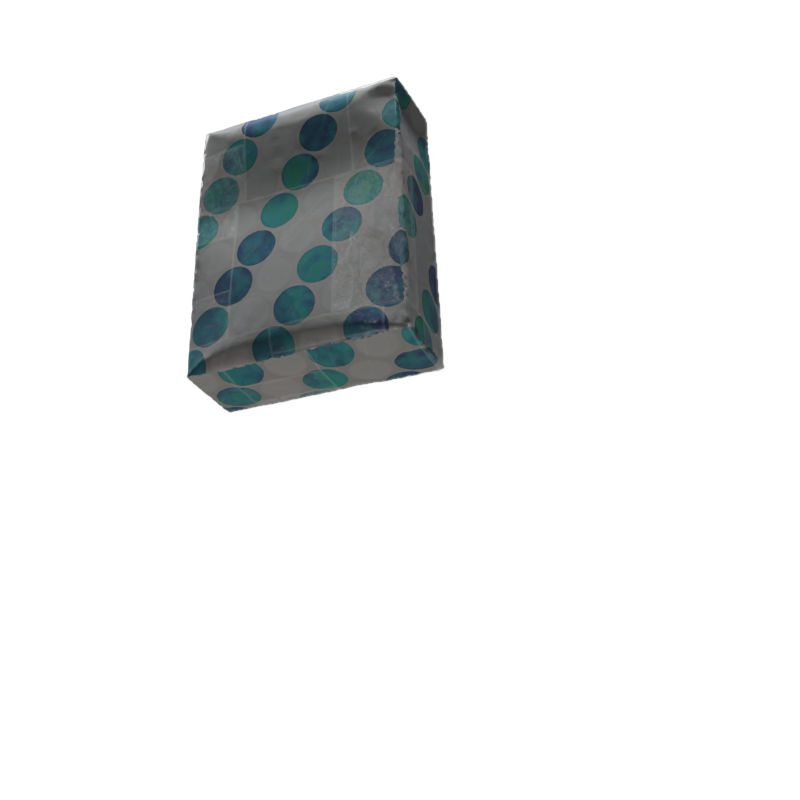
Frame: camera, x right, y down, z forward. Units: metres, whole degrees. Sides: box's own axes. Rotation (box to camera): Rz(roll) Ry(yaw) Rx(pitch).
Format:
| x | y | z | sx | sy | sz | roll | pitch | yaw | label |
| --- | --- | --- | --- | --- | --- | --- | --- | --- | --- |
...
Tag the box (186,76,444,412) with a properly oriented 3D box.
| x | y | z | sx | sy | sz | roll | pitch | yaw | label |
| --- | --- | --- | --- | --- | --- | --- | --- | --- | --- |
| -0.062 | -0.113 | 0.792 | 0.166 | 0.228 | 0.066 | -13 | -32 | 19 | box |
